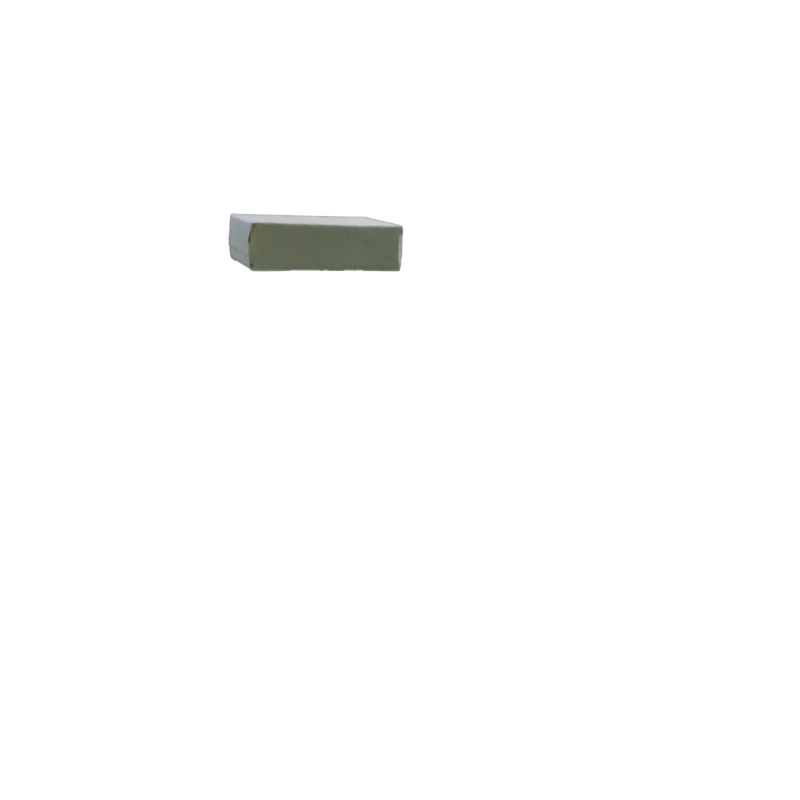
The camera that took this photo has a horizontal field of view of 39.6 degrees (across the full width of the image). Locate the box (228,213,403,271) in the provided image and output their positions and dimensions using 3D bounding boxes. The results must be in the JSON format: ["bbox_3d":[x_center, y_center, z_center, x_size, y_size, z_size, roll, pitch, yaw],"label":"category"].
[{"bbox_3d":[-0.064,-0.116,0.815,0.111,0.038,0.093,-3,11,-15],"label":"box"}]
